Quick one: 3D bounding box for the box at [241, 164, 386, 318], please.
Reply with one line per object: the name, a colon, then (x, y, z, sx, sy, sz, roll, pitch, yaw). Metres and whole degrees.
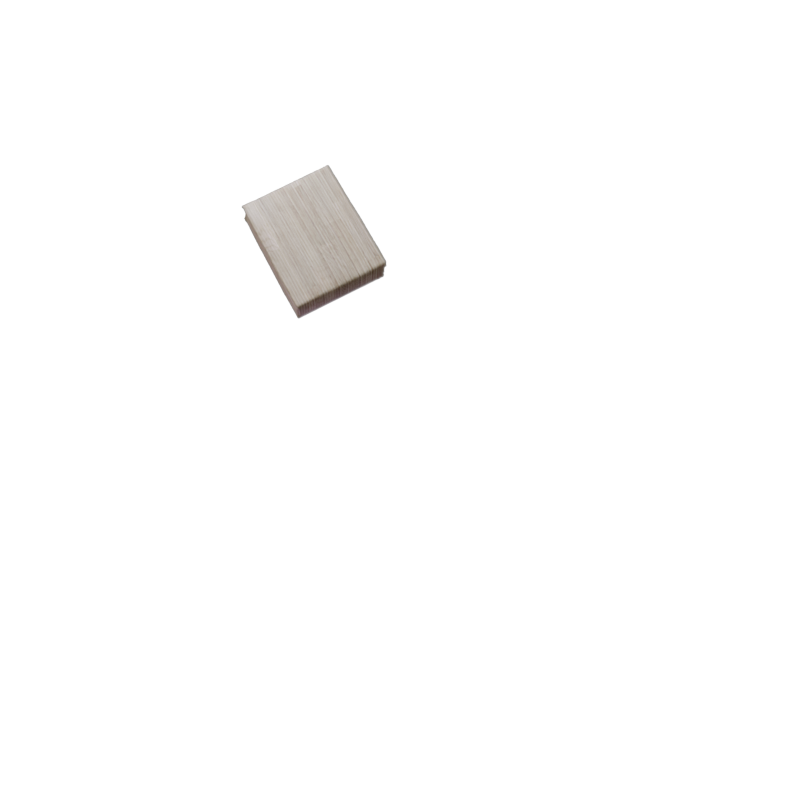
box: (-0.078, -0.143, 0.999, 0.090, 0.120, 0.037, -27, -20, -11)
